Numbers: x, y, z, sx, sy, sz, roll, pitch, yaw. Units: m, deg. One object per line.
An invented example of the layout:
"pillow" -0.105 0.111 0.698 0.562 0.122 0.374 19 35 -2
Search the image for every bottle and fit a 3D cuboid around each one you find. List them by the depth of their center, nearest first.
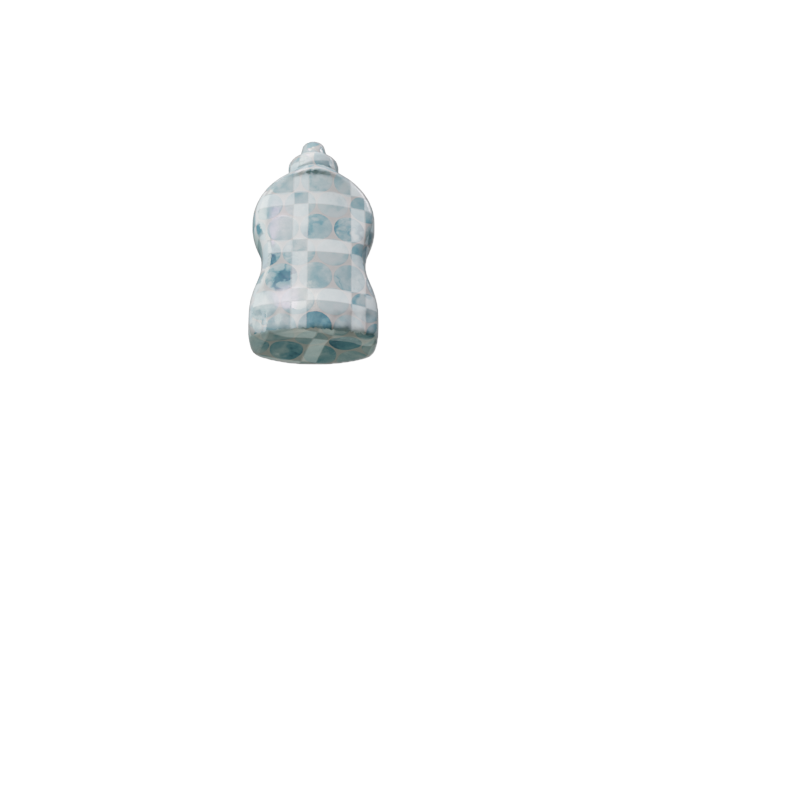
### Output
"bottle" -0.068 -0.124 0.867 0.096 0.205 0.055 -2 -32 -1
